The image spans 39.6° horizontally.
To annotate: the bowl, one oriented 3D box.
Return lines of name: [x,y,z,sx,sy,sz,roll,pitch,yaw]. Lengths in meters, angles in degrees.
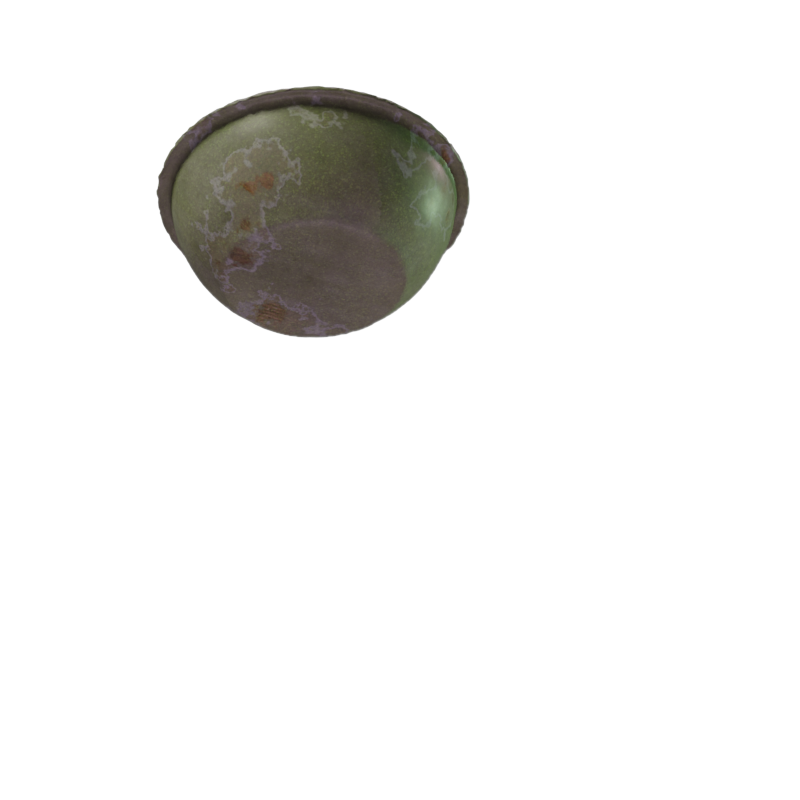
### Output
bowl: [-0.044,-0.080,0.560,0.162,0.059,0.151,1,-36,-2]
